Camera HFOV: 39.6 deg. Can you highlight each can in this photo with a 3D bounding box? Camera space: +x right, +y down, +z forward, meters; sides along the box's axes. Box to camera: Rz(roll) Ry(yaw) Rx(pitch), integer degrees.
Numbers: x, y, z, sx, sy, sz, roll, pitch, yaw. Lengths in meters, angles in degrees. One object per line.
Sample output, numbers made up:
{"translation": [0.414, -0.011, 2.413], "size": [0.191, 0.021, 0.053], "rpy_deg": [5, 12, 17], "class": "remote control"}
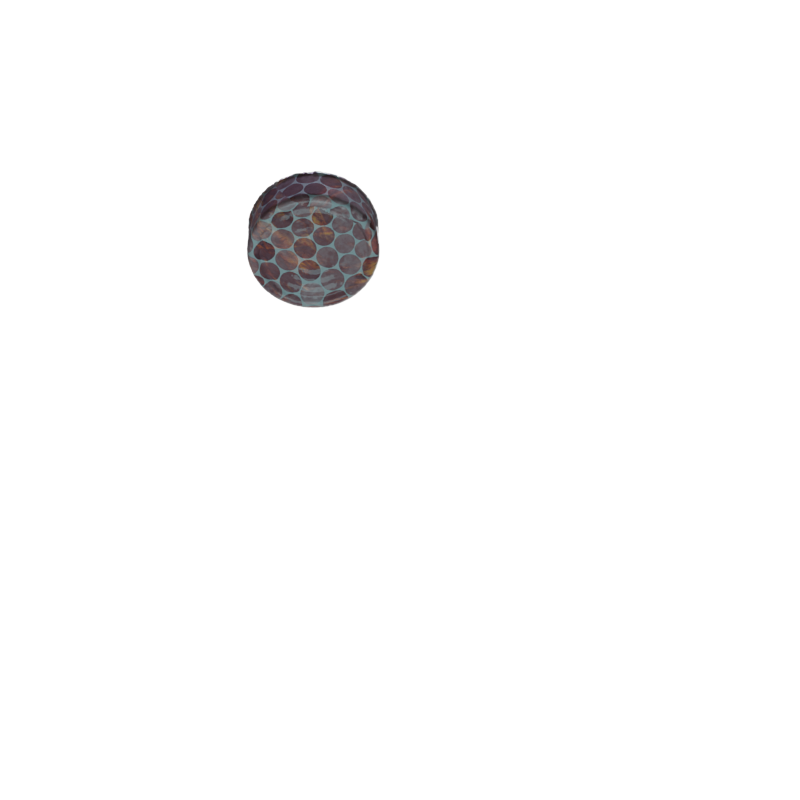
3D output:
{"translation": [-0.056, -0.102, 0.716], "size": [0.086, 0.080, 0.036], "rpy_deg": [1, 35, -1], "class": "can"}
